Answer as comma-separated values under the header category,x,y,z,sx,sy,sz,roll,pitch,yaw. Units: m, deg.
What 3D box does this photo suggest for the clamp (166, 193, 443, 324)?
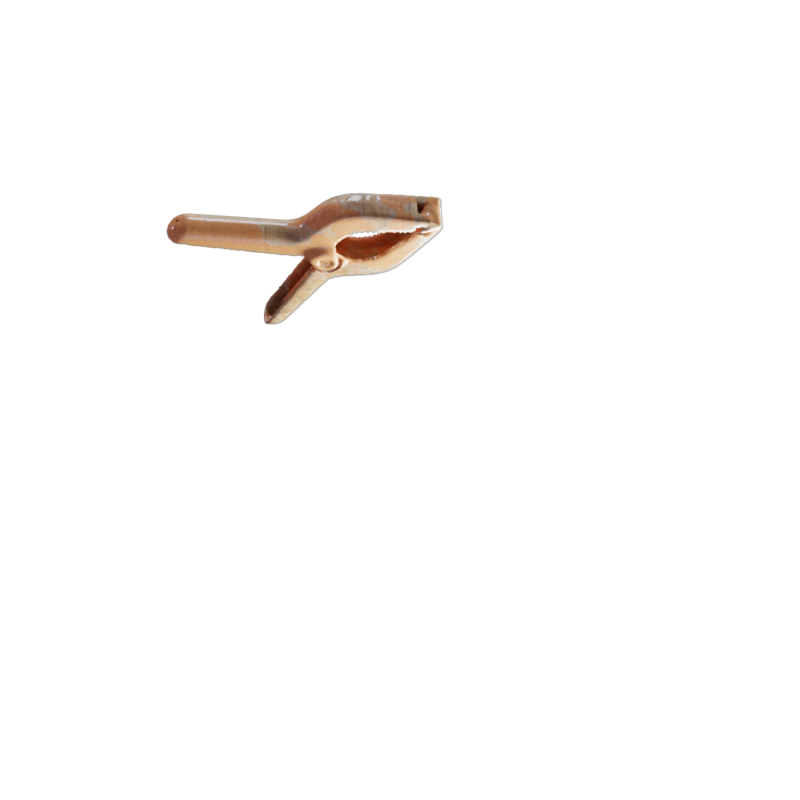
category,x,y,z,sx,sy,sz,roll,pitch,yaw
clamp,-0.069,-0.126,0.885,0.212,0.039,0.153,-16,-31,29
